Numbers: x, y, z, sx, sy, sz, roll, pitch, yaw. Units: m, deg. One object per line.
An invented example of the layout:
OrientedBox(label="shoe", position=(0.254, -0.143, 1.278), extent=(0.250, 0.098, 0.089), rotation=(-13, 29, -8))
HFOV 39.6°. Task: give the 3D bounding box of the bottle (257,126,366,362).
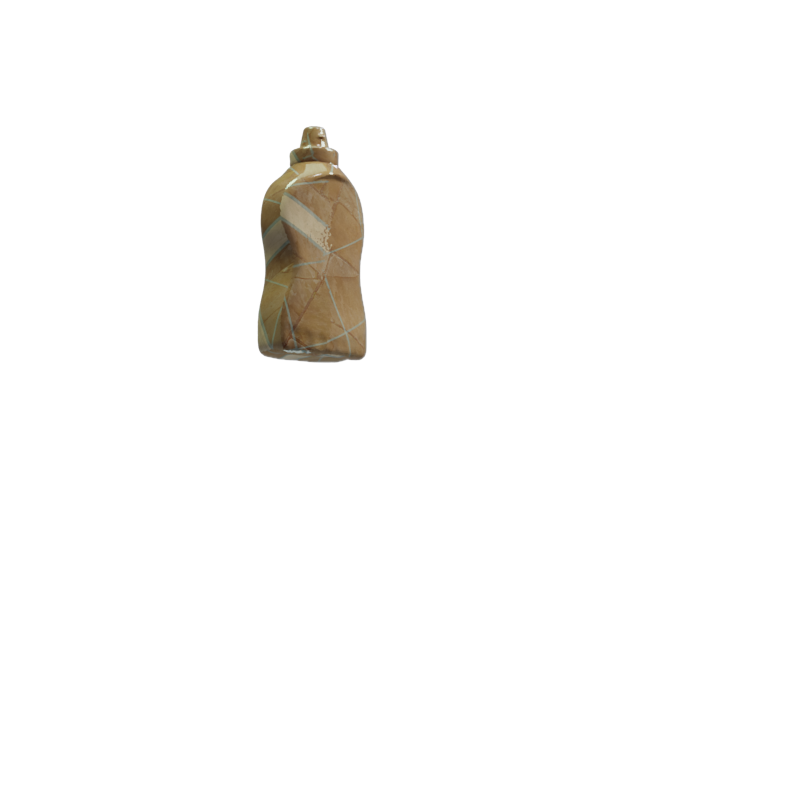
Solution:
OrientedBox(label="bottle", position=(-0.071, -0.129, 0.905), extent=(0.091, 0.197, 0.060), rotation=(8, -14, -42))
